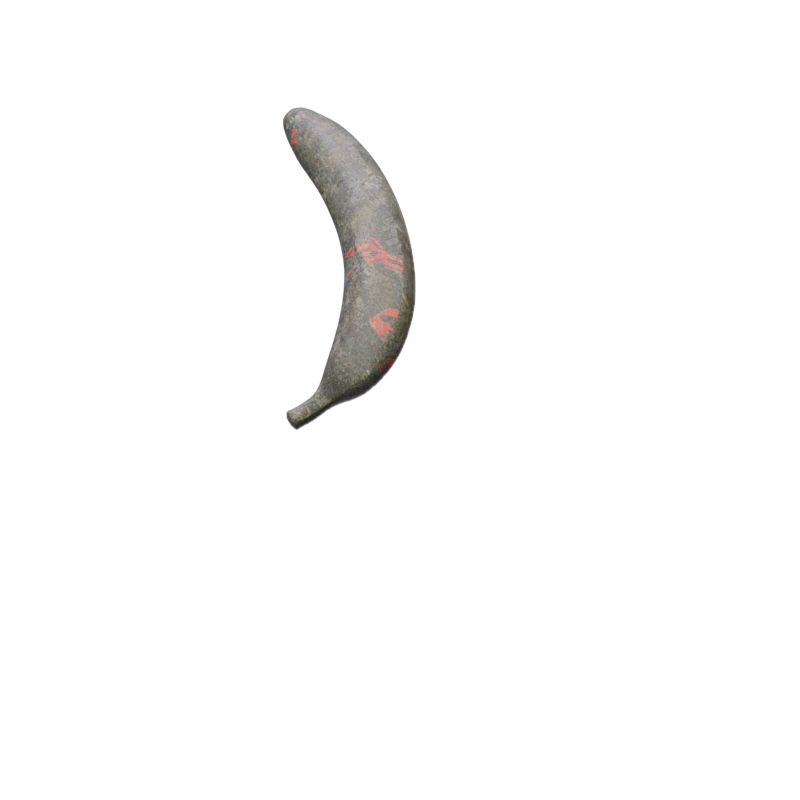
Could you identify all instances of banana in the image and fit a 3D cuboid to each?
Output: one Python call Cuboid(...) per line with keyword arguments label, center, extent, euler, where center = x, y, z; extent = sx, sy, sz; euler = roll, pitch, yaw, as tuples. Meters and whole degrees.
Cuboid(label="banana", center=(-0.028, -0.082, 0.595), extent=(0.069, 0.211, 0.034), euler=(-2, -31, -2))
